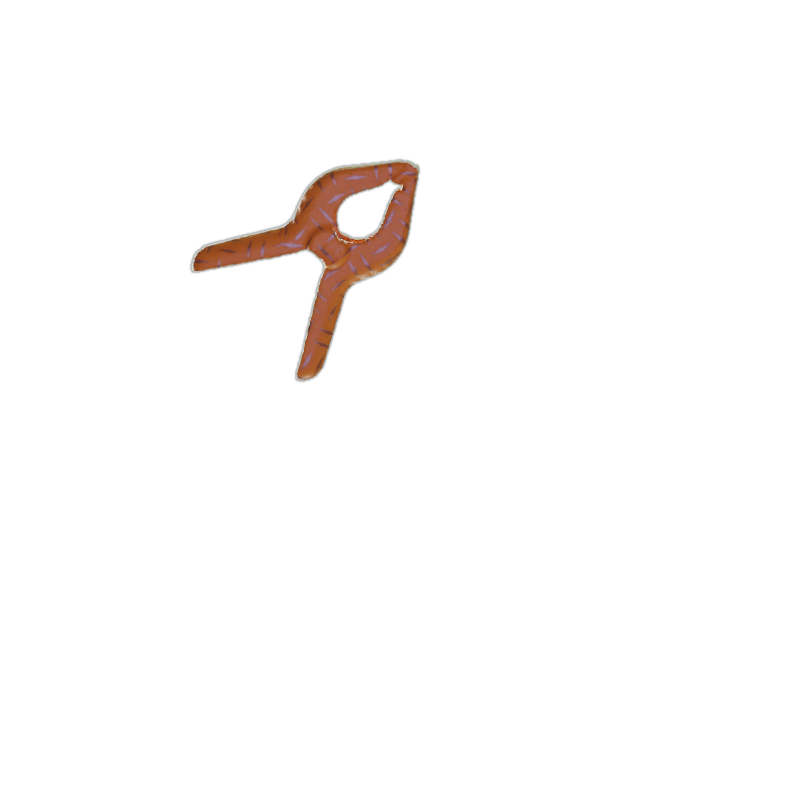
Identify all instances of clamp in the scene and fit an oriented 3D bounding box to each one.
[{"bbox_3d":[-0.061,-0.110,0.773,0.118,0.170,0.040,37,8,-7],"label":"clamp"}]
